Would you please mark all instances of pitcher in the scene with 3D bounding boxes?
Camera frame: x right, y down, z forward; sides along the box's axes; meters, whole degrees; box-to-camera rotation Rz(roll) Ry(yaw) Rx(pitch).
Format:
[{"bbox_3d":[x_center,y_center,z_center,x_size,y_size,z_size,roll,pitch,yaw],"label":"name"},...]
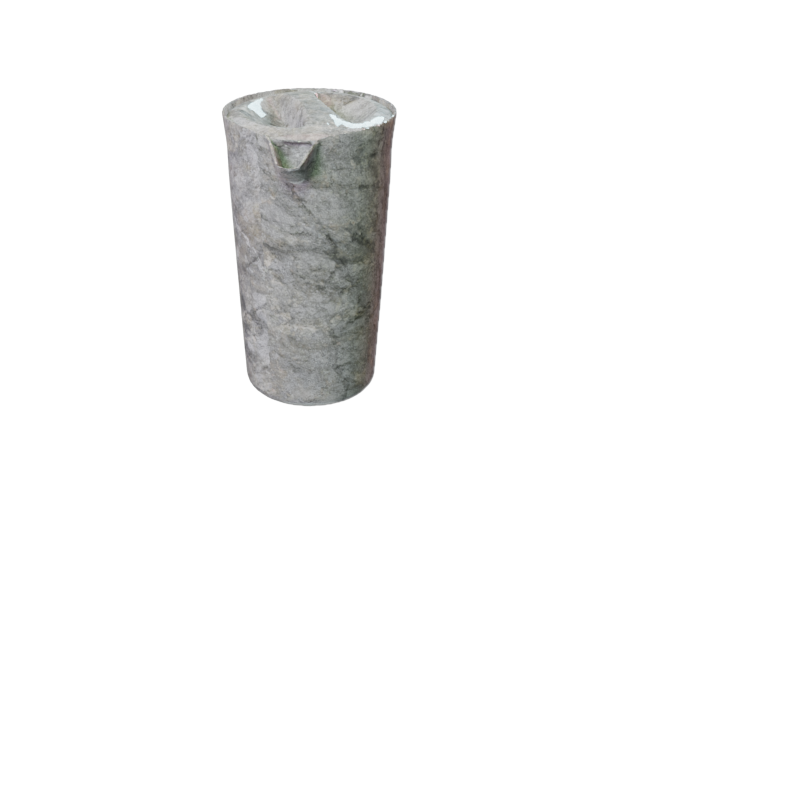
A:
[{"bbox_3d":[-0.071,-0.129,0.901,0.147,0.230,0.155,-18,32,-34],"label":"pitcher"}]
